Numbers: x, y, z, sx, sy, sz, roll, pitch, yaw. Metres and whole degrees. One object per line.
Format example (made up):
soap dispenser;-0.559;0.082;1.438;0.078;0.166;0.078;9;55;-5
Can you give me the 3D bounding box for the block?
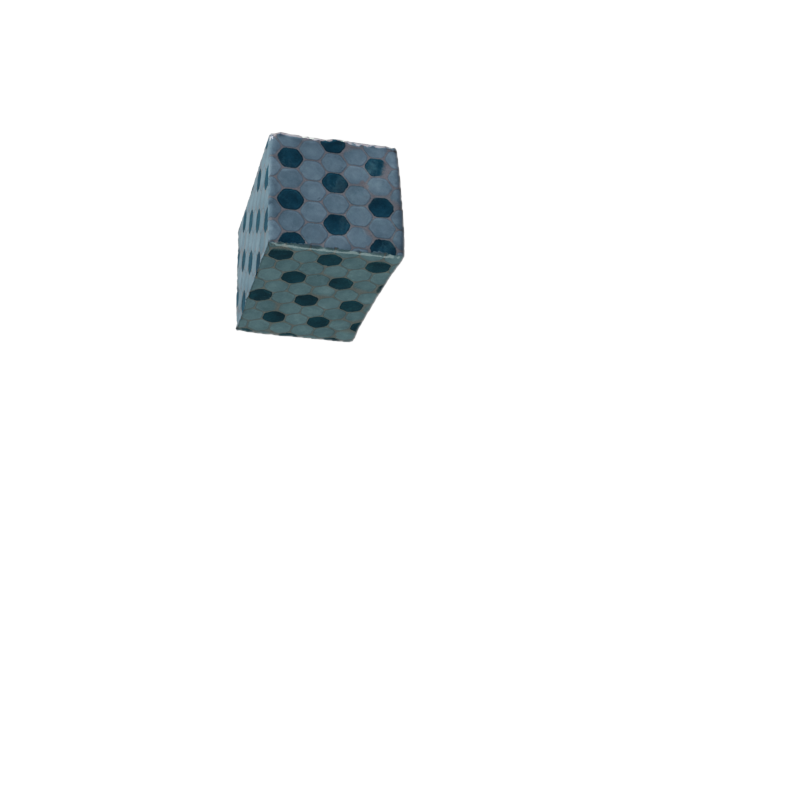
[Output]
block;-0.035;-0.064;0.447;0.052;0.054;0.075;6;-26;-15
